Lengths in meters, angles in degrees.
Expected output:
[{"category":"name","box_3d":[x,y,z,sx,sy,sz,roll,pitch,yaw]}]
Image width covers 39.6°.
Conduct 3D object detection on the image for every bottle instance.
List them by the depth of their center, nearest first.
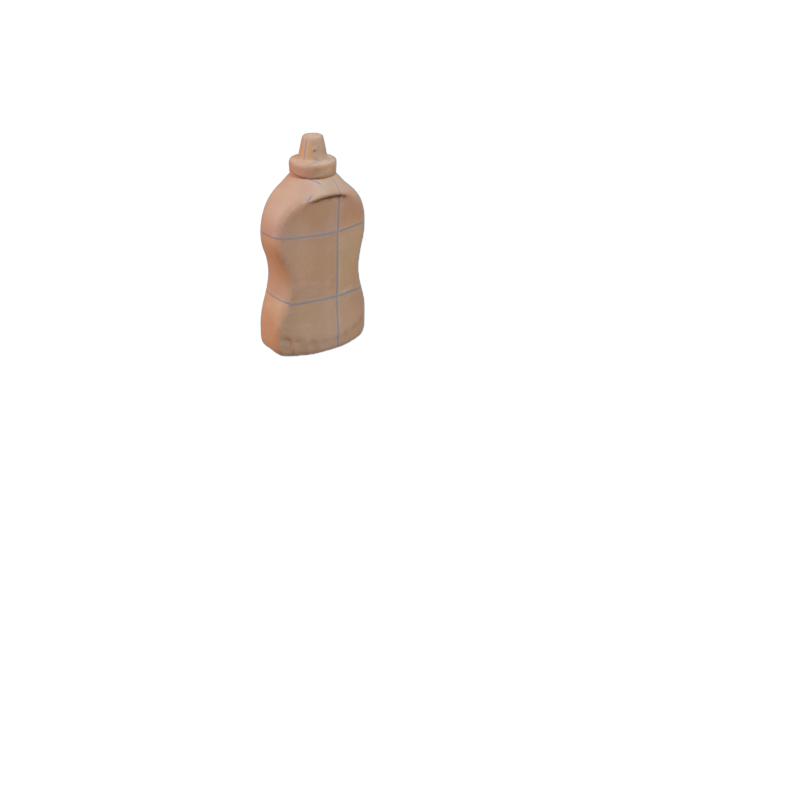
[{"category":"bottle","box_3d":[-0.076,-0.138,0.968,0.094,0.183,0.062,-13,27,-31]}]
